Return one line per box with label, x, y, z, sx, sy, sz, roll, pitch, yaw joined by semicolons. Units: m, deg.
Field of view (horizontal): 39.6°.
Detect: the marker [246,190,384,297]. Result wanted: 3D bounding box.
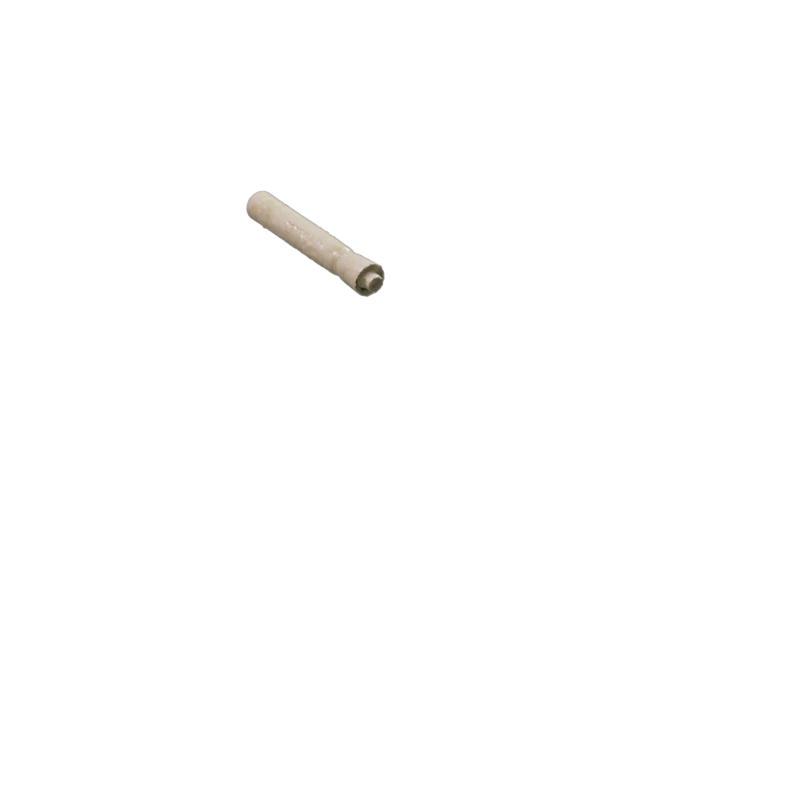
marker;-0.048;-0.087;0.613;0.019;0.019;0.130;-3;28;-36
